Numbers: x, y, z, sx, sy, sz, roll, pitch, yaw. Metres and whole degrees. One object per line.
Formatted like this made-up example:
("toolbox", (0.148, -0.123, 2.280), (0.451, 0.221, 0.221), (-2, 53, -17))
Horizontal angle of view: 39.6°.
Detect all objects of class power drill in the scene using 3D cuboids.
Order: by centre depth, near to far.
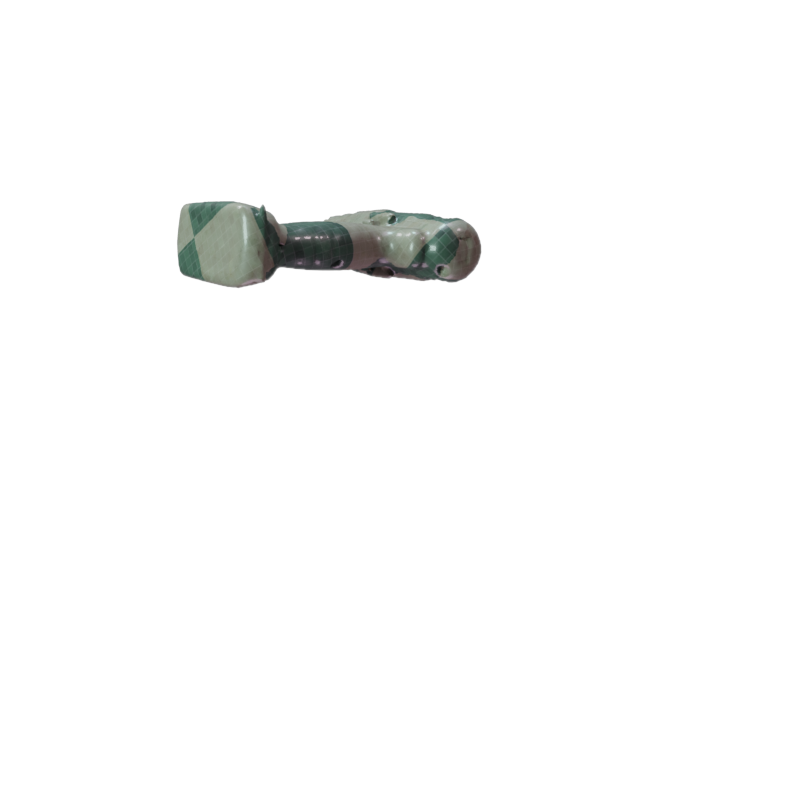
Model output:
("power drill", (-0.063, -0.116, 0.811), (0.182, 0.057, 0.193), (-6, 10, -33))
